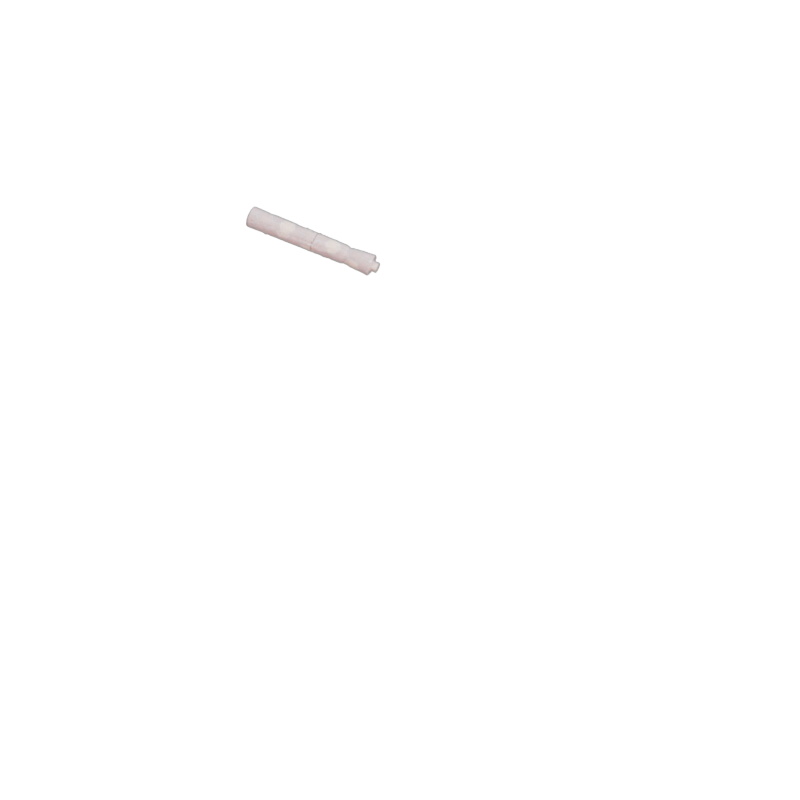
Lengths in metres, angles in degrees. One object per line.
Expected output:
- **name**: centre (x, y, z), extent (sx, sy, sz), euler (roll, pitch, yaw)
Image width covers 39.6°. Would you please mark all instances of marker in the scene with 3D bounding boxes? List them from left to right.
- **marker**: centre (-0.074, -0.135, 0.947), extent (0.124, 0.019, 0.019), euler (24, 9, 13)
